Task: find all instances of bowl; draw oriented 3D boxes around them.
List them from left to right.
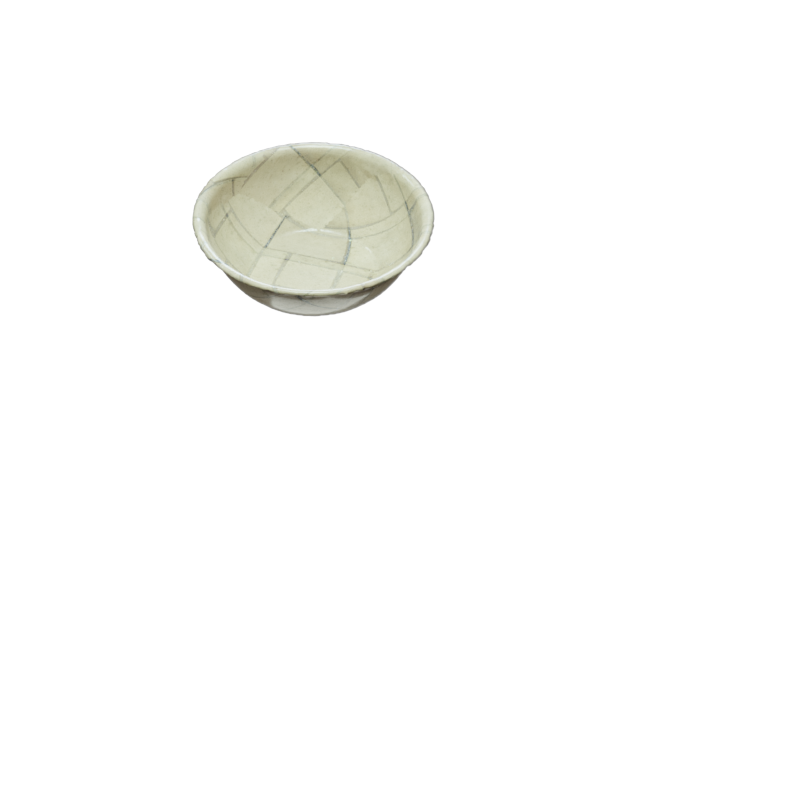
[{"bbox_3d":[-0.059,-0.108,0.758,0.162,0.051,0.174,-1,45,-1],"label":"bowl"}]
